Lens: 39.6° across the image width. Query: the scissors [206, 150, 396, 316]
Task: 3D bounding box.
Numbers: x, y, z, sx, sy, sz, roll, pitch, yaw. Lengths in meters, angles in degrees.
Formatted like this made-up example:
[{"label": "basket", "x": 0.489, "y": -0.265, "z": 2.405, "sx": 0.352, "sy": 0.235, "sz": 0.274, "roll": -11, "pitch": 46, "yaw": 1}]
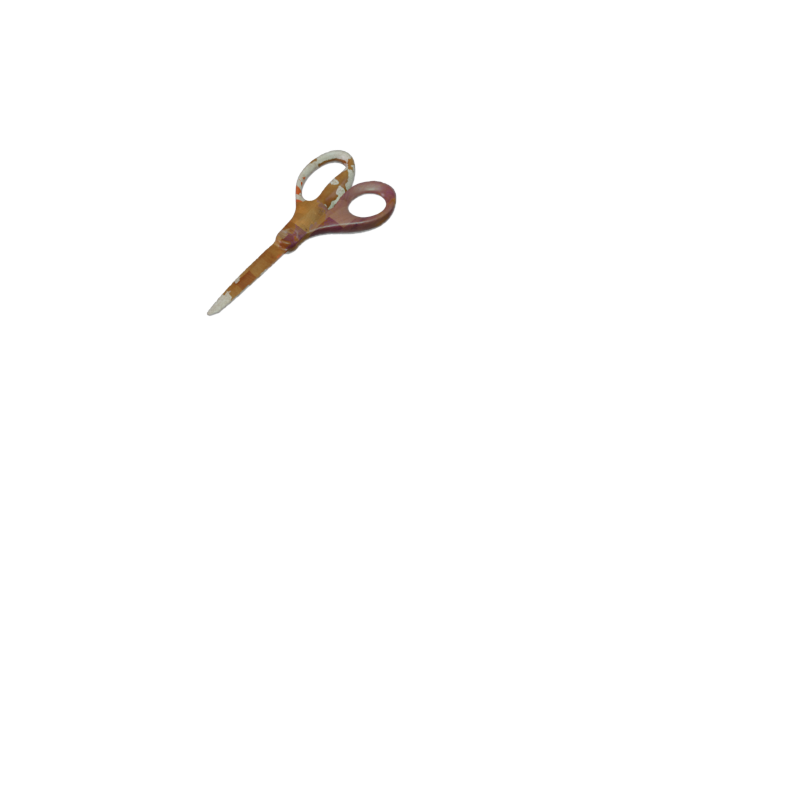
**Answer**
[{"label": "scissors", "x": -0.071, "y": -0.130, "z": 0.907, "sx": 0.099, "sy": 0.211, "sz": 0.015, "roll": 17, "pitch": -35, "yaw": 12}]
